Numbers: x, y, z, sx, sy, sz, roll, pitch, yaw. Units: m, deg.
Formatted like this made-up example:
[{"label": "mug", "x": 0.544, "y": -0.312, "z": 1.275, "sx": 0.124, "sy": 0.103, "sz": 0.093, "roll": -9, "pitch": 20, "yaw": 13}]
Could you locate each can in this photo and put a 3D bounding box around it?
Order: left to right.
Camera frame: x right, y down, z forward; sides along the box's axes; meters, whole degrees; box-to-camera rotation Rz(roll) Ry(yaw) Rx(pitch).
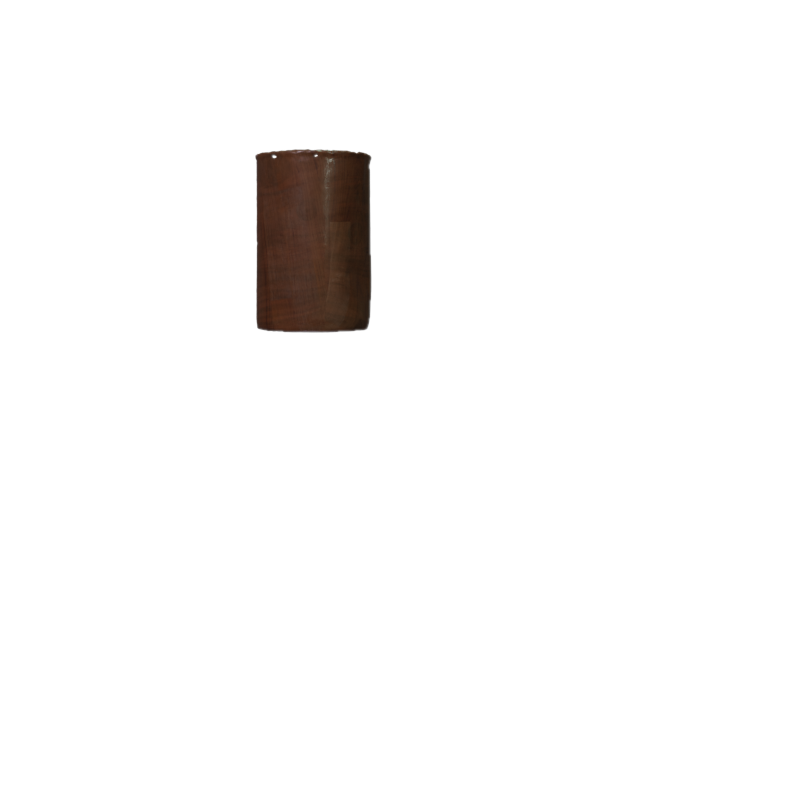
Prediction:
[{"label": "can", "x": -0.051, "y": -0.093, "z": 0.649, "sx": 0.068, "sy": 0.102, "sz": 0.069, "roll": 0, "pitch": 2, "yaw": -2}]
